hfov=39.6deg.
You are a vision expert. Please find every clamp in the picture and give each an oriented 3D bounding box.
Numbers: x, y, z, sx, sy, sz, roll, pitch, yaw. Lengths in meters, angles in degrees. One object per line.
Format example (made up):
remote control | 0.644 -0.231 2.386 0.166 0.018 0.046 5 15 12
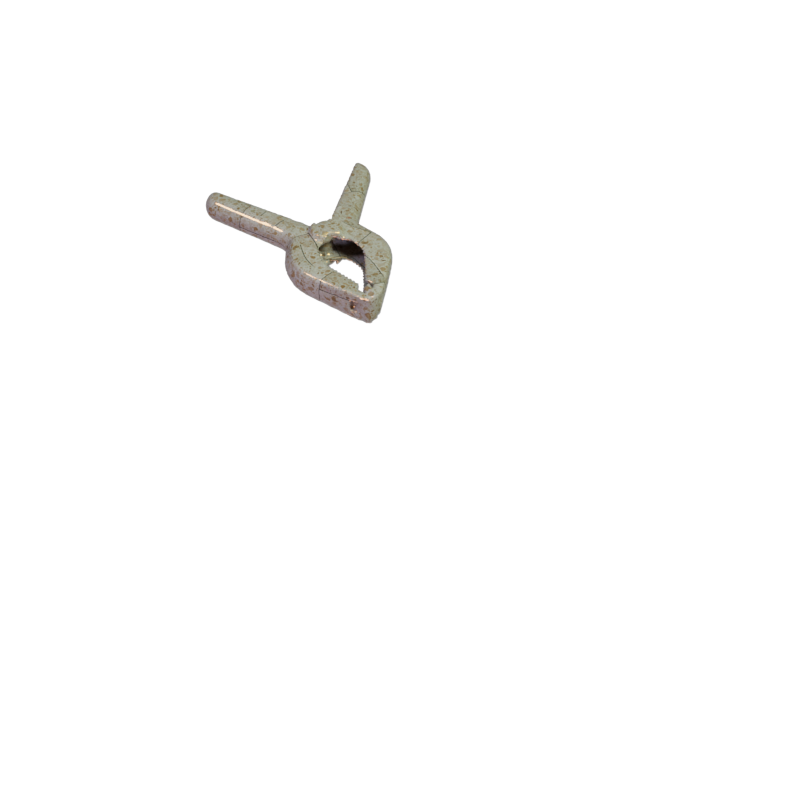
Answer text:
clamp | -0.078 -0.141 0.991 0.163 0.034 0.227 -12 43 -13
